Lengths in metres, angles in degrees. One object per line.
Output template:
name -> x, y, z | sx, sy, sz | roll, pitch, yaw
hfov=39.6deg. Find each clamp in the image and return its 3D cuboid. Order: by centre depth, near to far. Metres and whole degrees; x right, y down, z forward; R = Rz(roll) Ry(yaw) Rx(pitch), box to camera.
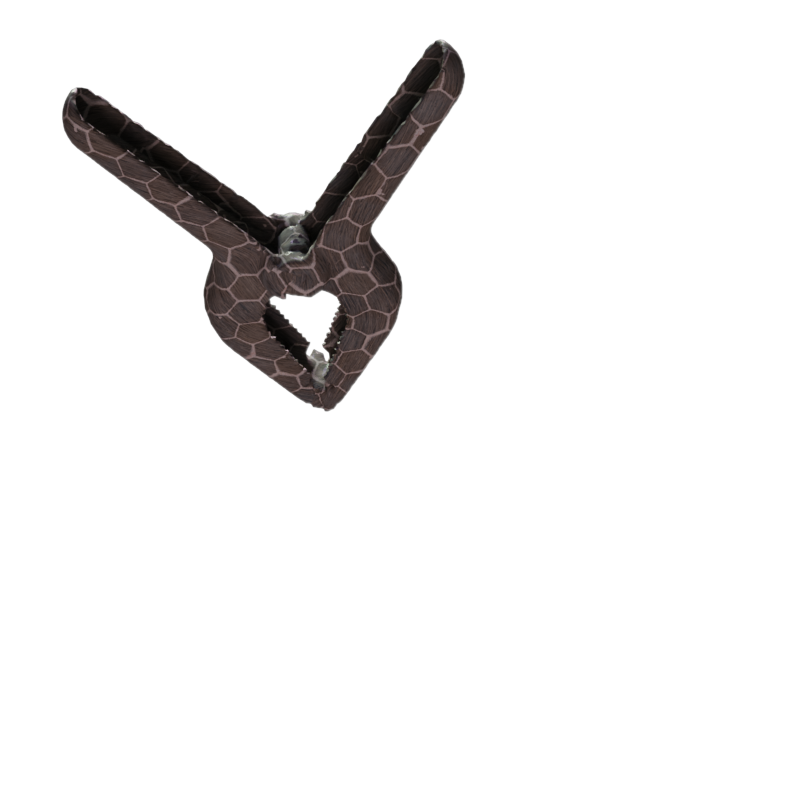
clamp -> -0.040, -0.072, 0.507 | 0.166, 0.039, 0.194 | -9, -44, 10
